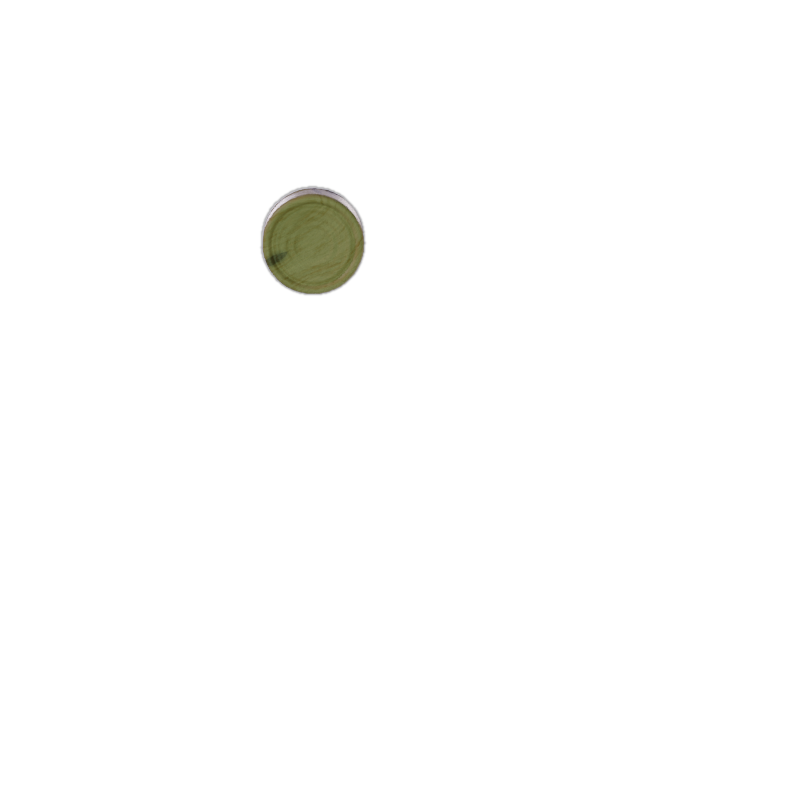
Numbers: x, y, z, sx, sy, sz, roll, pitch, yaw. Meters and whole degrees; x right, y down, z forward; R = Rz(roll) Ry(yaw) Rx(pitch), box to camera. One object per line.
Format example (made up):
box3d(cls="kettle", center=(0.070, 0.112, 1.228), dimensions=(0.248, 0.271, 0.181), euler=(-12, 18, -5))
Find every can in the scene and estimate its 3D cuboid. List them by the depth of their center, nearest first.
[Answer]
box3d(cls="can", center=(-0.072, -0.131, 0.918), dimensions=(0.086, 0.083, 0.035), euler=(0, 13, -1))
